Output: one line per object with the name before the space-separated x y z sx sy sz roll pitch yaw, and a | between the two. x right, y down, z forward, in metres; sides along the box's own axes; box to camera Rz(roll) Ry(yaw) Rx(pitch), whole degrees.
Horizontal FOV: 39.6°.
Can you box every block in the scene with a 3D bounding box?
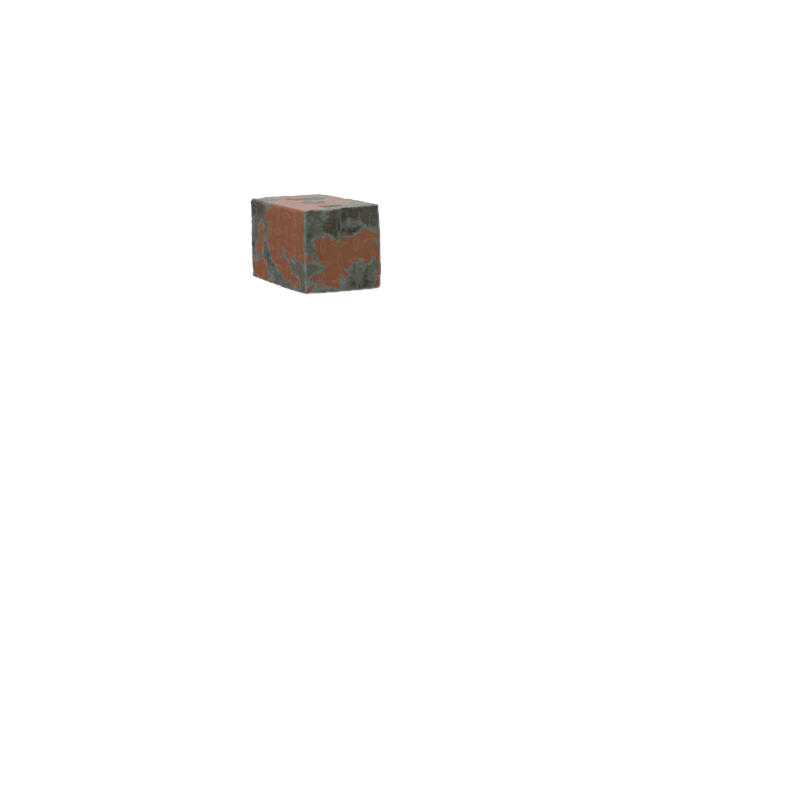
block | -0.054 -0.098 0.687 0.051 0.050 0.082 -7 15 -30
